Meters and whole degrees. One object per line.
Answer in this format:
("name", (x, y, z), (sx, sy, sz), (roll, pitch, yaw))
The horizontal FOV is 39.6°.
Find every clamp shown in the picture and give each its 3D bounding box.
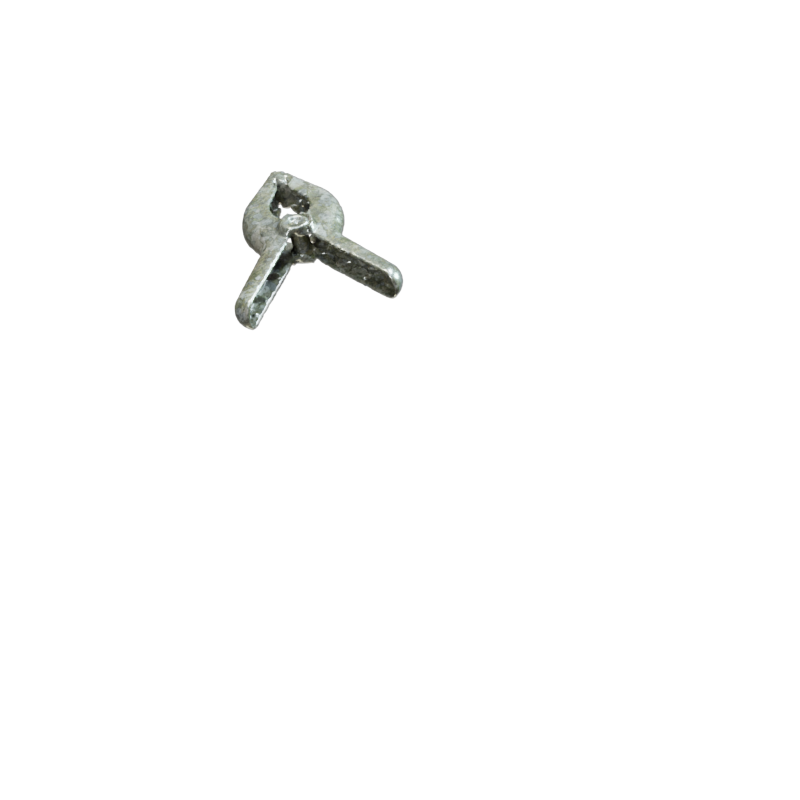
("clamp", (-0.066, -0.119, 0.837), (0.119, 0.037, 0.185), (-4, 43, -5))
